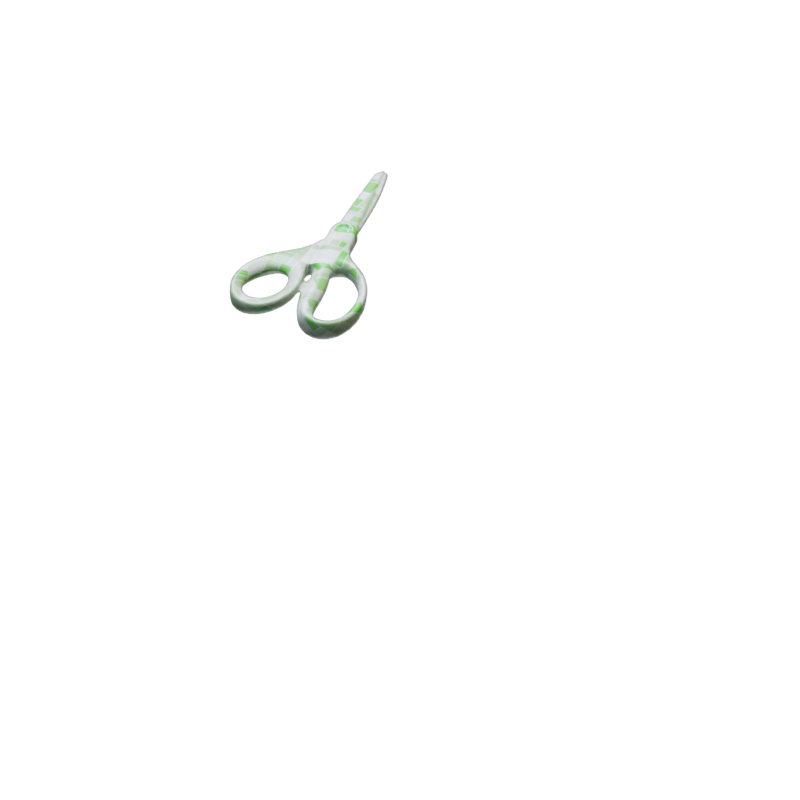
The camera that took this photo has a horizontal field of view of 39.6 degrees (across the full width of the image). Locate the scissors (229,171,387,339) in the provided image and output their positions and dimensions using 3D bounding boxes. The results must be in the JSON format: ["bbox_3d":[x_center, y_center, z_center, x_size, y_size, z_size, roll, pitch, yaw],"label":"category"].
[{"bbox_3d":[-0.059,-0.107,0.751,0.096,0.015,0.215,1,37,1],"label":"scissors"}]
